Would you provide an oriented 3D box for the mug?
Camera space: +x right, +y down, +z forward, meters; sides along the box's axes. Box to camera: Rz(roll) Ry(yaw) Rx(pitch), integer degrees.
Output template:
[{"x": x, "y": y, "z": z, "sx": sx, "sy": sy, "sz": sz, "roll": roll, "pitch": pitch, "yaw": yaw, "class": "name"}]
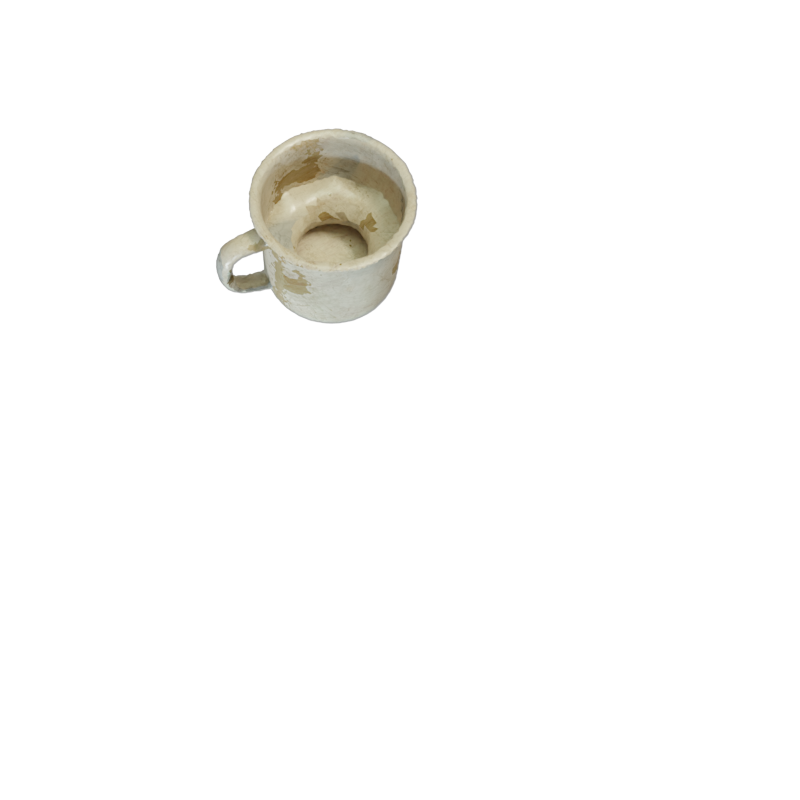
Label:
[{"x": -0.050, "y": -0.091, "z": 0.640, "sx": 0.117, "sy": 0.099, "sz": 0.077, "roll": -24, "pitch": -23, "yaw": -13, "class": "mug"}]
